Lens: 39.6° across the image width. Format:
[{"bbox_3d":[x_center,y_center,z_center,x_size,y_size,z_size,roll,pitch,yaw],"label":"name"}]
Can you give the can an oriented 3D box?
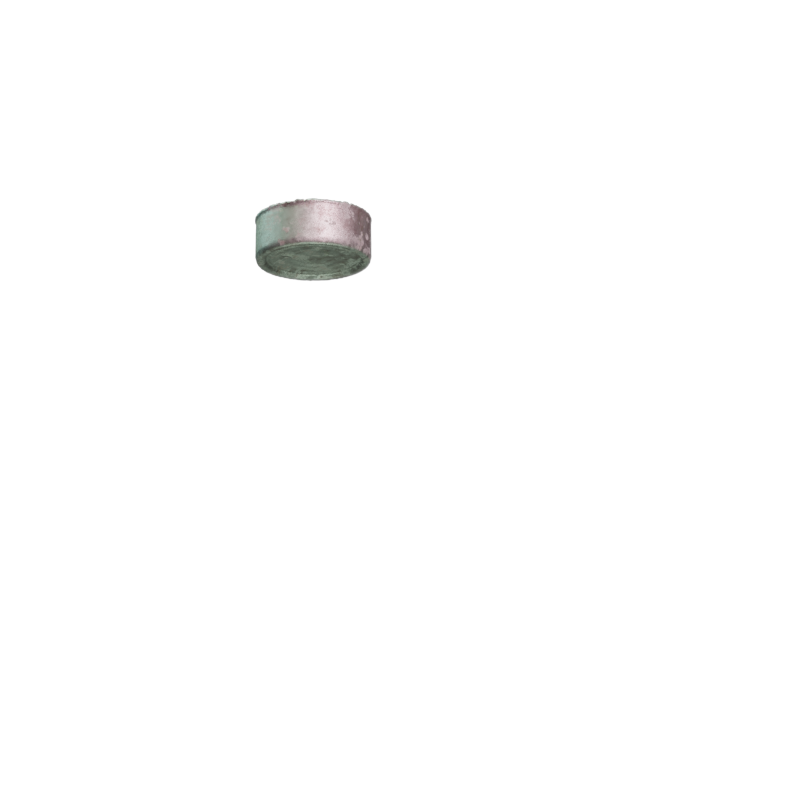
[{"bbox_3d":[-0.063,-0.115,0.809,0.086,0.035,0.083,0,-14,-2],"label":"can"}]
